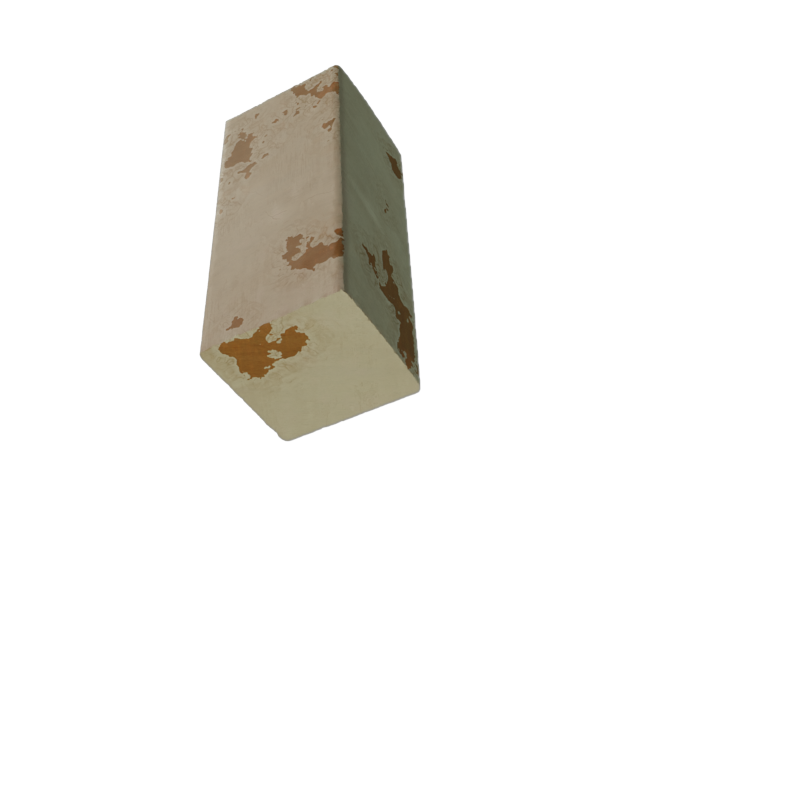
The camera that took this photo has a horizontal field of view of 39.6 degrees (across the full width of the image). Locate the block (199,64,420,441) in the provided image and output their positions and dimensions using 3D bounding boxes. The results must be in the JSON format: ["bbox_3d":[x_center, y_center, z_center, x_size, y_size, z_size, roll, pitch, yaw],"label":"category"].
[{"bbox_3d":[-0.051,-0.094,0.662,0.091,0.221,0.083,-23,-47,19],"label":"block"}]
